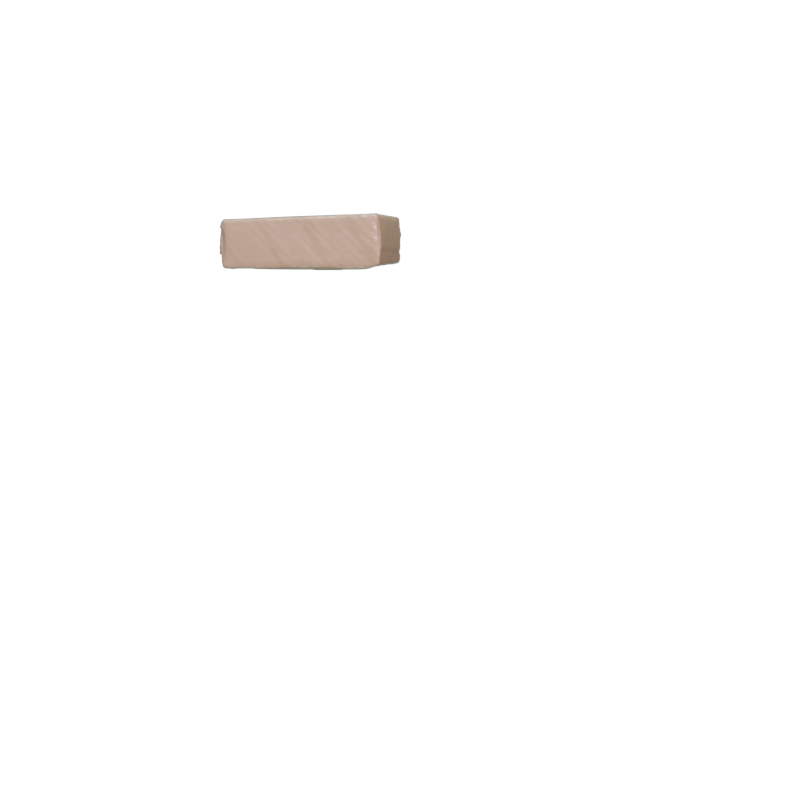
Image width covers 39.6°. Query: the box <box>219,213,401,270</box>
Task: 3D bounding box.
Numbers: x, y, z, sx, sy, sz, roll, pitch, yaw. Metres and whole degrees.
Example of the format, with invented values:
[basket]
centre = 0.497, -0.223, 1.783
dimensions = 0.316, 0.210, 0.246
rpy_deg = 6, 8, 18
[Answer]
[box]
centre = -0.062, -0.113, 0.790
dimensions = 0.115, 0.039, 0.089
rpy_deg = 2, 8, 12
